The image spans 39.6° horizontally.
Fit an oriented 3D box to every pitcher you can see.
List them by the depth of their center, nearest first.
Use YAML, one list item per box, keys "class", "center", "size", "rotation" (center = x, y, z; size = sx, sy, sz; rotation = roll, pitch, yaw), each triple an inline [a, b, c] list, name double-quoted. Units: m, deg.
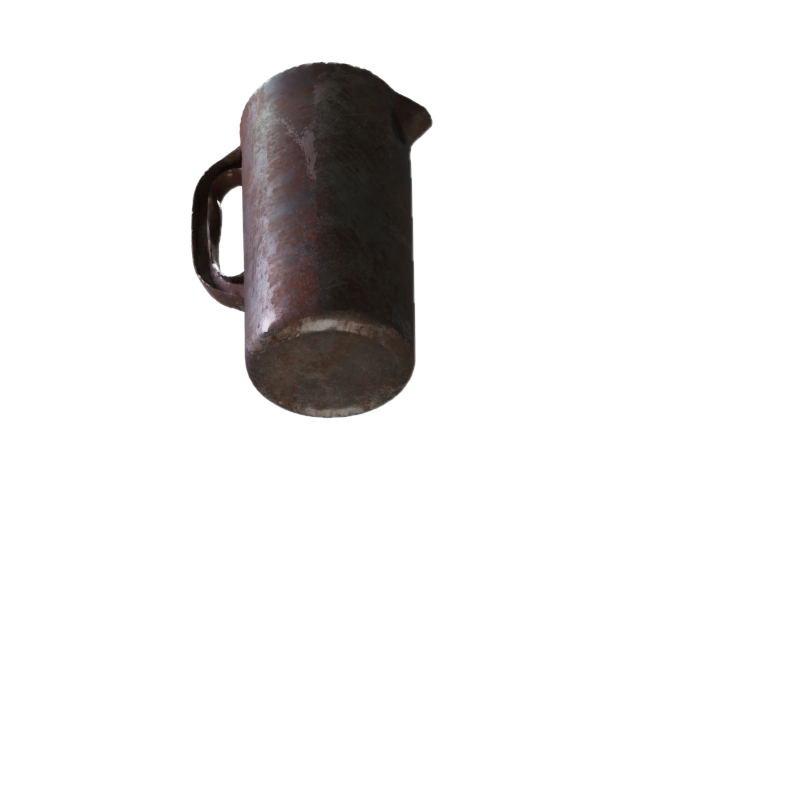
- class: "pitcher"
  center: [-0.061, -0.111, 0.777]
  size: [0.140, 0.261, 0.144]
  rotation: [17, -45, -22]
